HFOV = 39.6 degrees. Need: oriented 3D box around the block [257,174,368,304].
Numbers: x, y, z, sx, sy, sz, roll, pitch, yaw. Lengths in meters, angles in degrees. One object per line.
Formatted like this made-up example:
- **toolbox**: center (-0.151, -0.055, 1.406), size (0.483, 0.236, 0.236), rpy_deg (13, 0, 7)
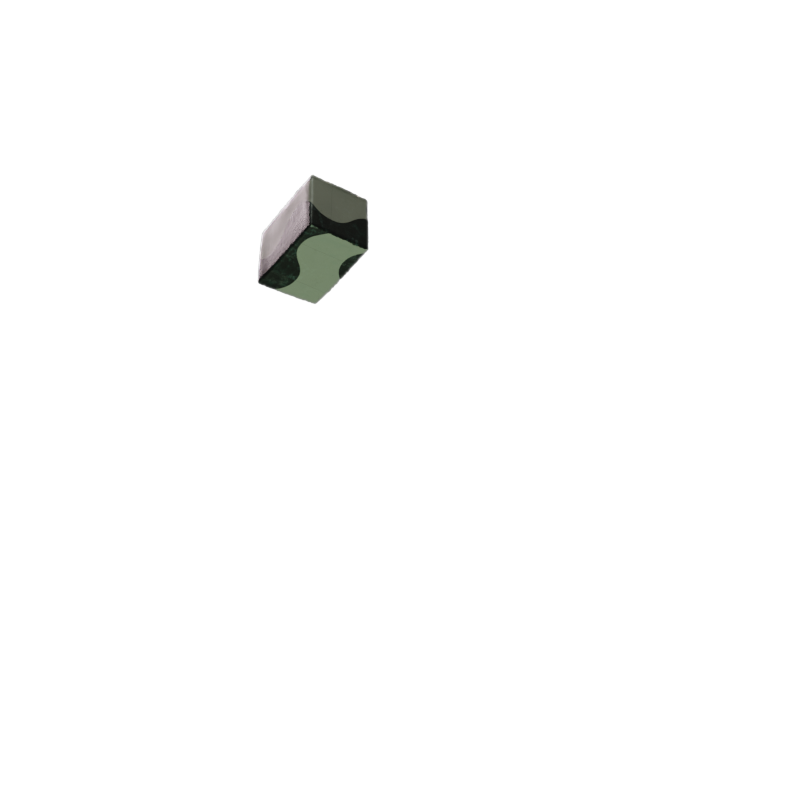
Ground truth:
- **block**: center (-0.066, -0.120, 0.838), size (0.050, 0.055, 0.076), rpy_deg (23, -44, -27)
